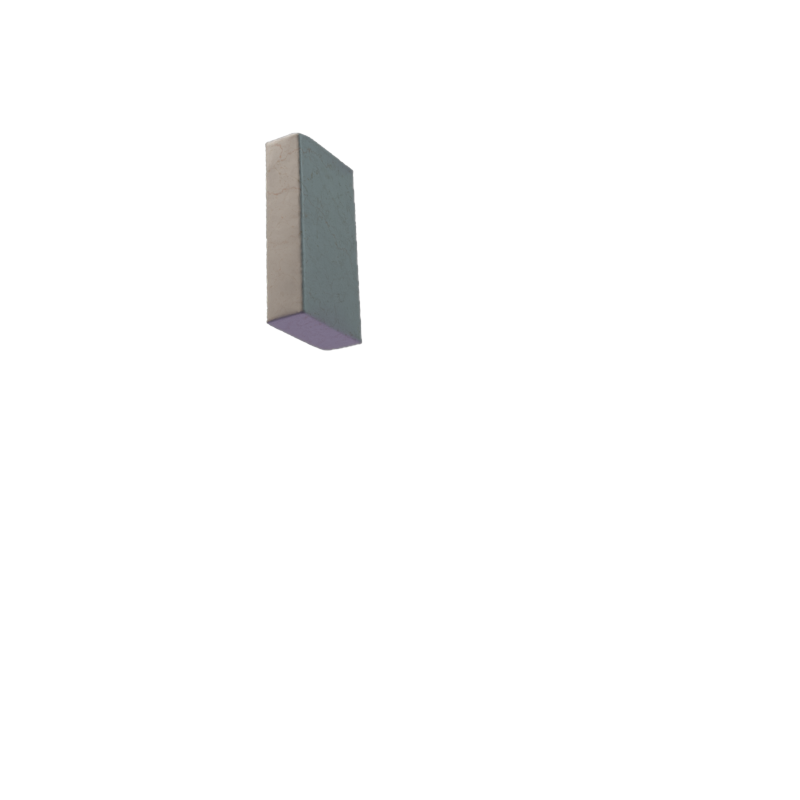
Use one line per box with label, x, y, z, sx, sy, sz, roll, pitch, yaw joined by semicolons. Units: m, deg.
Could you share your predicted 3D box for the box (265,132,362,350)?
box;-0.076;-0.140;0.978;0.049;0.186;0.087;-15;-26;29
